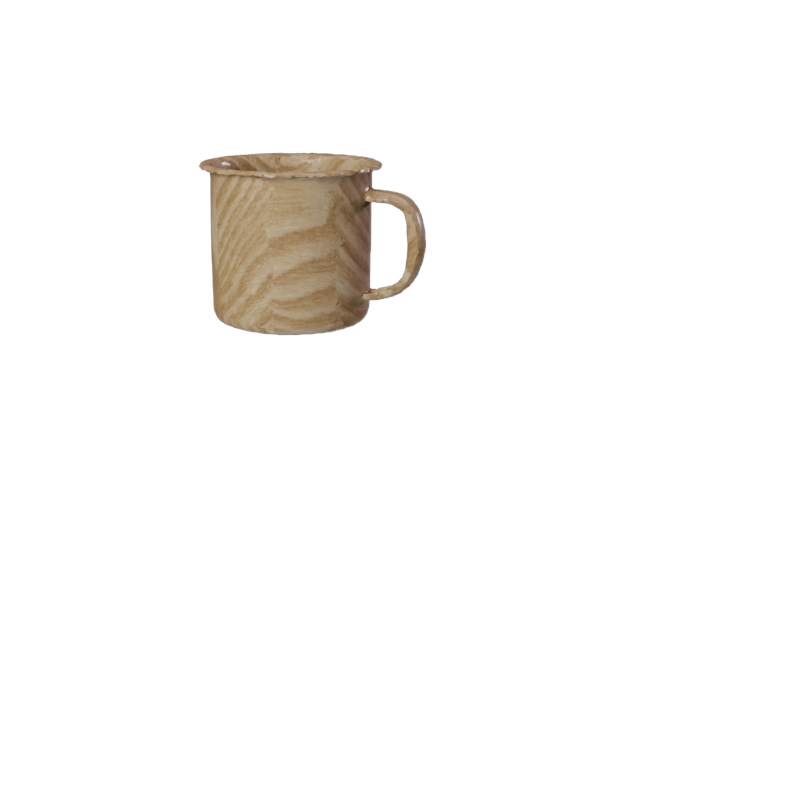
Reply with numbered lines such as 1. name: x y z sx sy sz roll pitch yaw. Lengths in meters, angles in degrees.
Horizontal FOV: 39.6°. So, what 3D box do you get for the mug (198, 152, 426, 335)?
1. mug: -0.044 -0.081 0.566 0.120 0.079 0.094 5 16 15
